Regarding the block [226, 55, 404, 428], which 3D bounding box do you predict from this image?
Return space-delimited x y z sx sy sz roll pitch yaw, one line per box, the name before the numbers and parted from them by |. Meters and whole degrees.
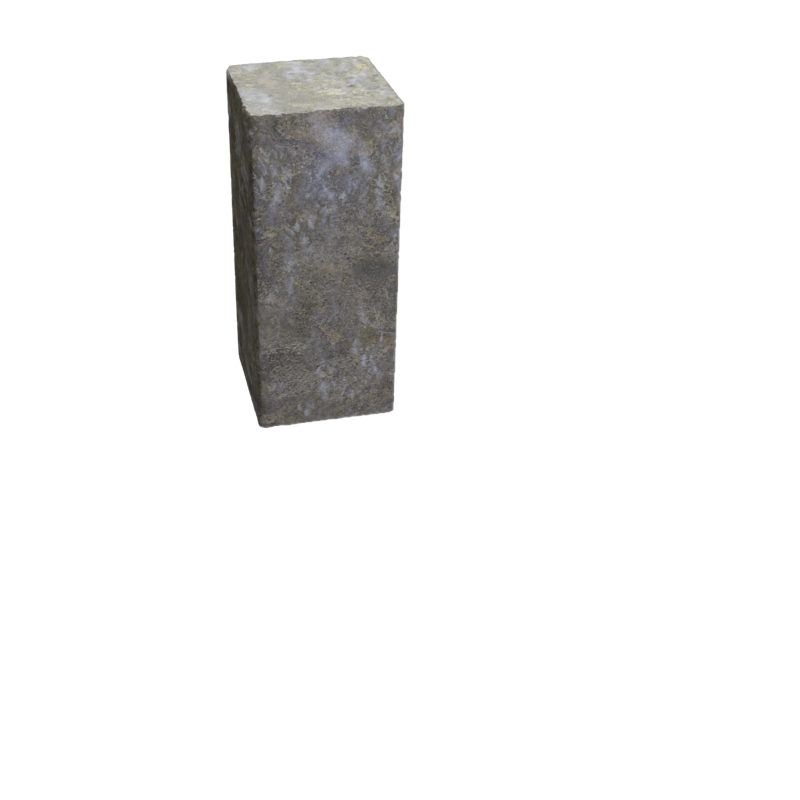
block | -0.054 -0.098 0.684 0.089 0.194 0.097 -6 31 -13
